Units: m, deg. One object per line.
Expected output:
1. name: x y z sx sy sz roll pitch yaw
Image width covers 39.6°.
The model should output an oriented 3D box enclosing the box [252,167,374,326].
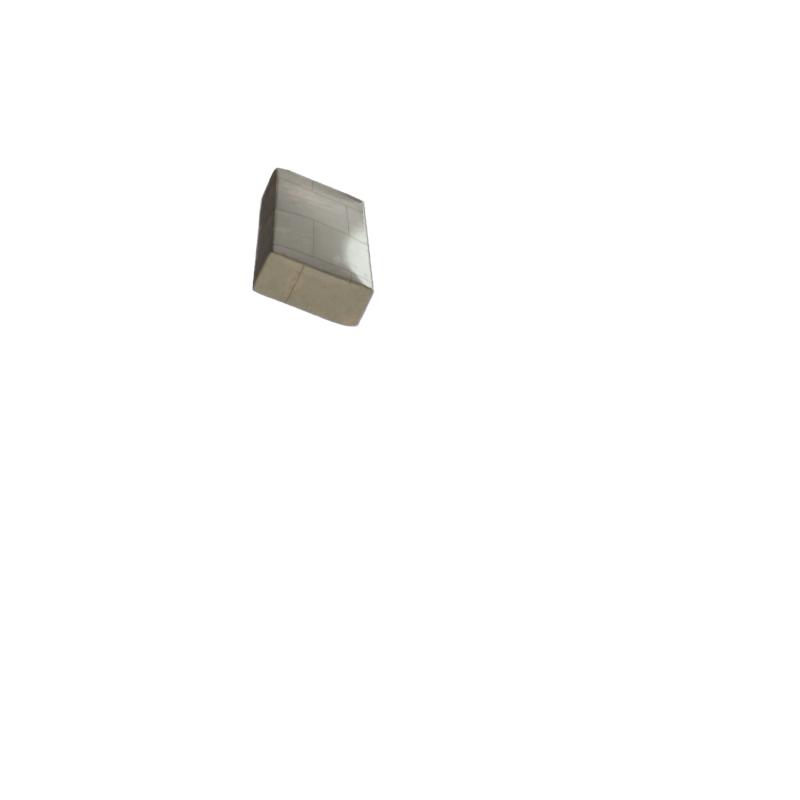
1. box: -0.075 -0.137 0.955 0.091 0.046 0.188 19 31 -16
